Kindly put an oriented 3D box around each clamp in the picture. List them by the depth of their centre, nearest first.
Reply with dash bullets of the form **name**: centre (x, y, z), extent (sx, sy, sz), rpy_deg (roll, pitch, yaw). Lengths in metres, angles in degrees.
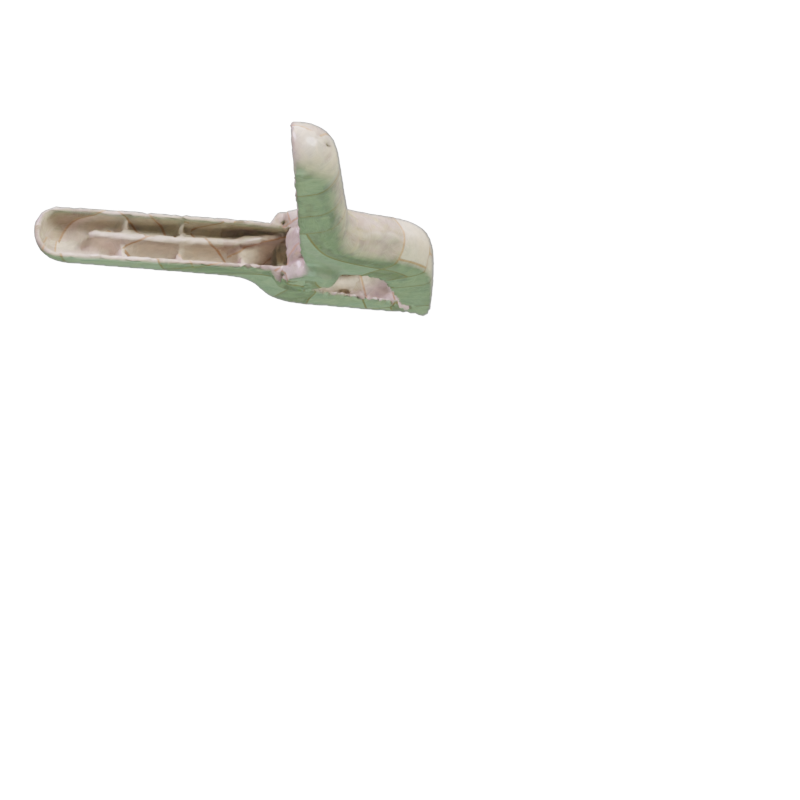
- **clamp**: centre (-0.041, -0.075, 0.525), extent (0.168, 0.038, 0.199), rpy_deg (-10, -15, 42)
